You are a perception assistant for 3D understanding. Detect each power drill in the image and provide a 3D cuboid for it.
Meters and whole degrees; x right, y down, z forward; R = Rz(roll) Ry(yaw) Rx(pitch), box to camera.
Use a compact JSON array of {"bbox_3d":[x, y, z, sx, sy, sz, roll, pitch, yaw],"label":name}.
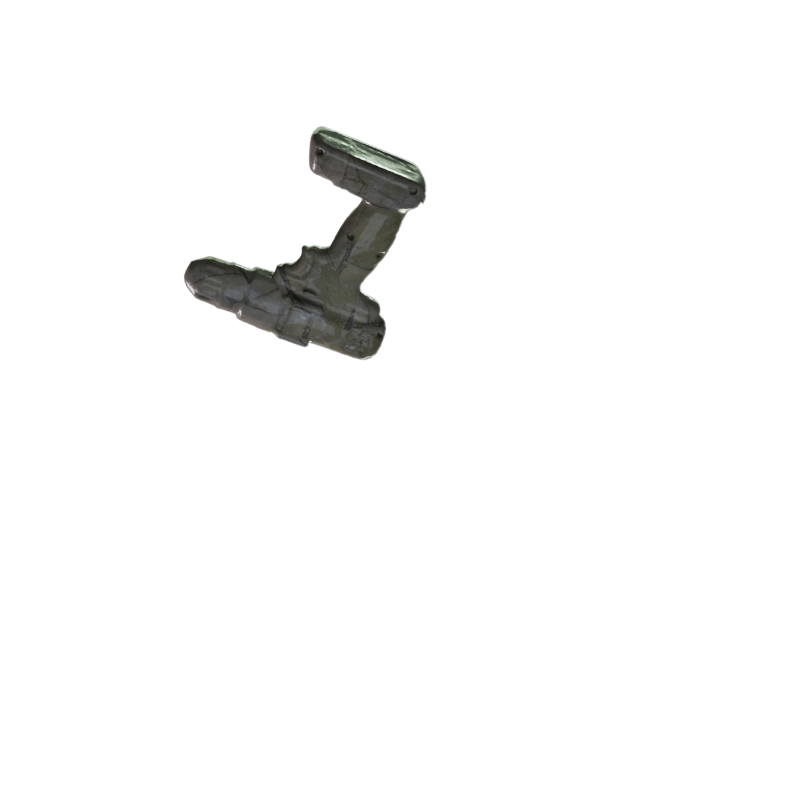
[{"bbox_3d":[-0.074,-0.136,0.949,0.180,0.181,0.061,20,27,-11],"label":"power drill"}]
